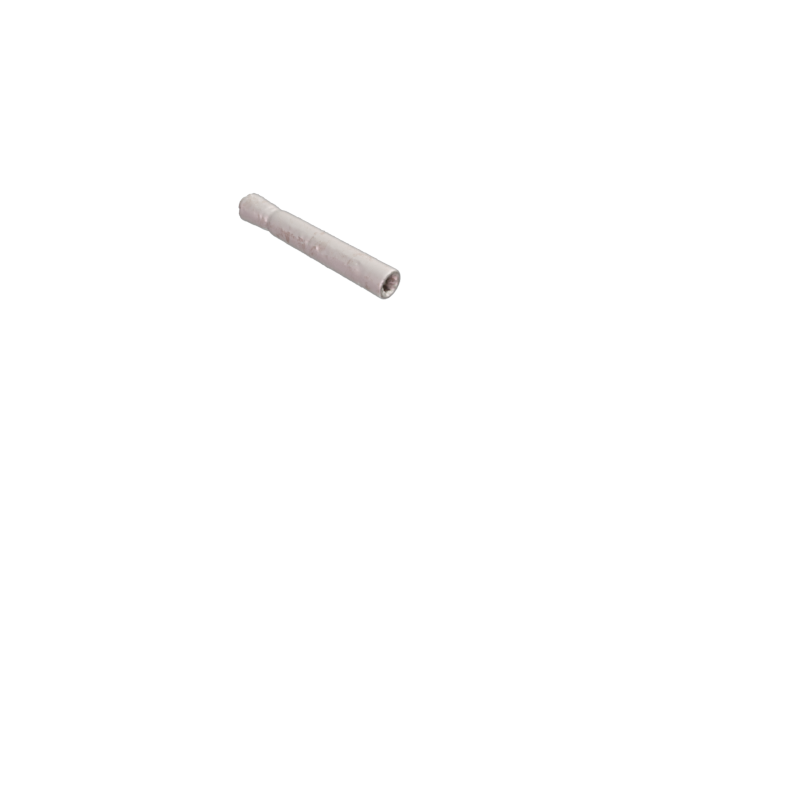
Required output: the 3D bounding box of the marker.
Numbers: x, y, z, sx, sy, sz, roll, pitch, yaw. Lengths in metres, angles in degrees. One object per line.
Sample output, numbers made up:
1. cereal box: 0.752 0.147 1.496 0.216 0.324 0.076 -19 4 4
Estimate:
1. marker: -0.052 -0.094 0.657 0.129 0.019 0.019 32 21 32
